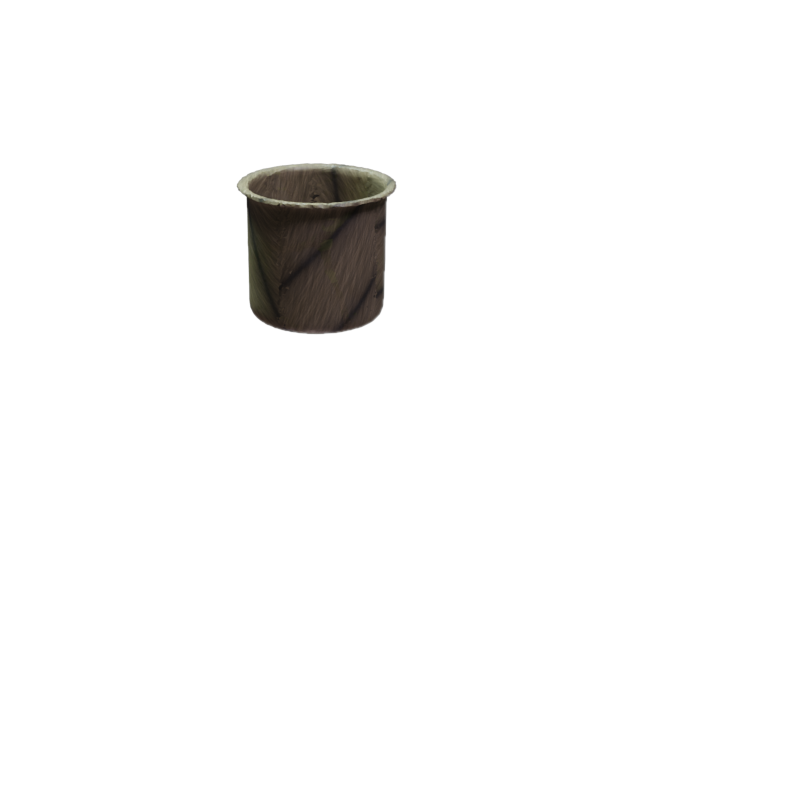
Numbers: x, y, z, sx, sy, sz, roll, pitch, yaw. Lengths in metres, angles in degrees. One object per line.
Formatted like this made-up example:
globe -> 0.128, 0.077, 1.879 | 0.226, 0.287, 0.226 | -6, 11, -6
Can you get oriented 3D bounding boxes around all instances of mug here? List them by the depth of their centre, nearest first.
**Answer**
mug -> -0.053, -0.096, 0.671 | 0.092, 0.078, 0.124 | -4, 24, -12
